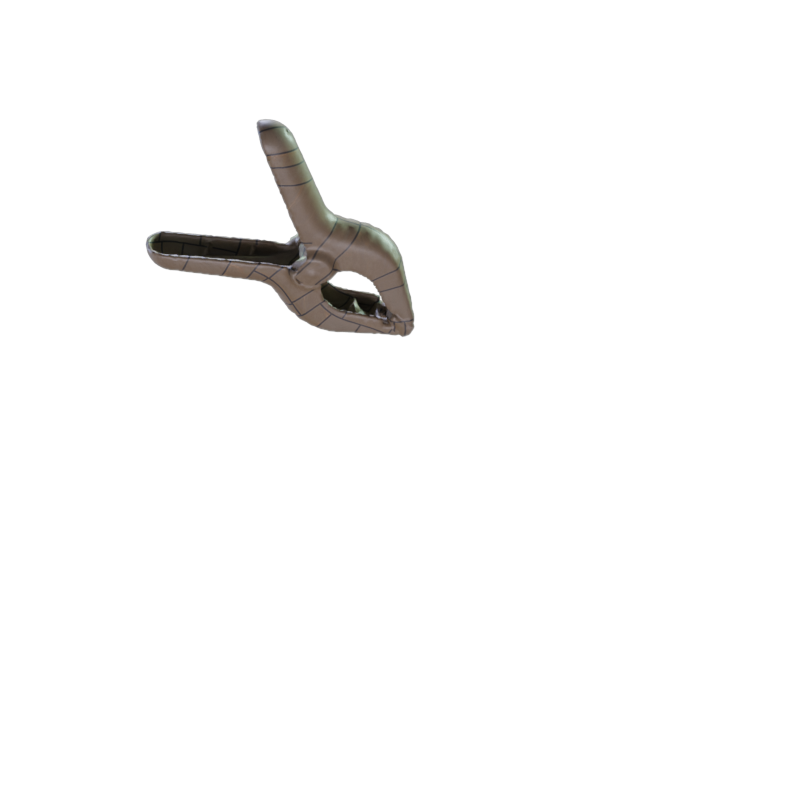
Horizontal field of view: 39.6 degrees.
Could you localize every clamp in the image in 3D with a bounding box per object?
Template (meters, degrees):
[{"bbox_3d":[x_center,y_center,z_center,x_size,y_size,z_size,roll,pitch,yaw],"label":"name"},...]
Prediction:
[{"bbox_3d":[-0.052,-0.095,0.663,0.164,0.042,0.117,22,-46,-24],"label":"clamp"}]
